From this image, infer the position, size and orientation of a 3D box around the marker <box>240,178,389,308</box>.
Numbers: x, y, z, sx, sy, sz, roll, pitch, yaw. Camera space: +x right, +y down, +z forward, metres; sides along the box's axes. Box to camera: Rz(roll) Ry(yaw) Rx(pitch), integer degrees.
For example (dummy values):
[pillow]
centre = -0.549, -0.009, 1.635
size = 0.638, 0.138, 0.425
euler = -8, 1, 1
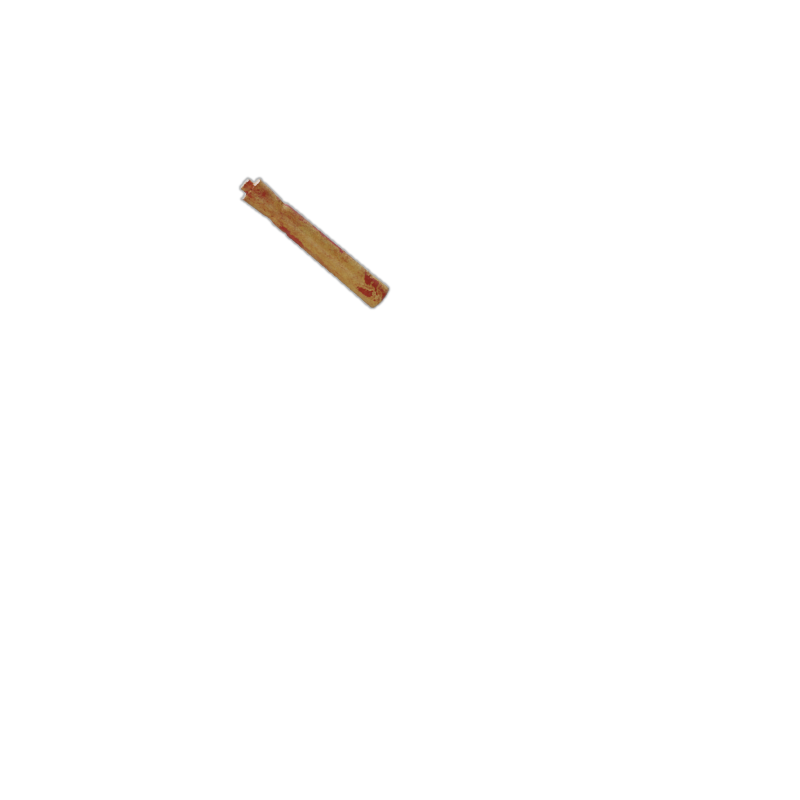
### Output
[marker]
centre = -0.058, -0.106, 0.739
size = 0.118, 0.020, 0.020
euler = 39, -6, -9
